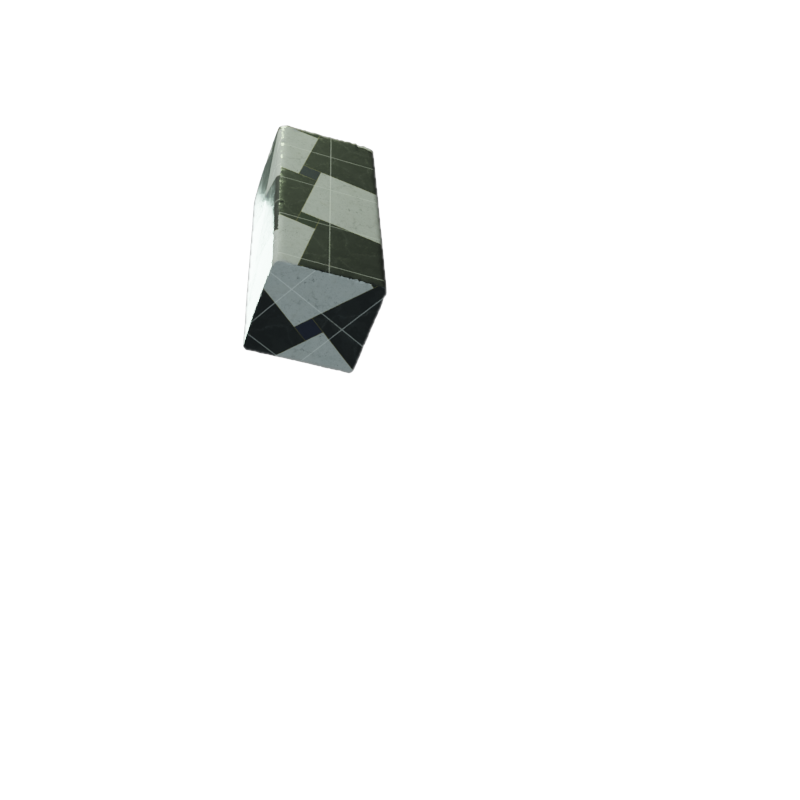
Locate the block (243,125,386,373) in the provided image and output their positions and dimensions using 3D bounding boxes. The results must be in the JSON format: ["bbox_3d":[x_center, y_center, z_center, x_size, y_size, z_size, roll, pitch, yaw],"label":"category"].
[{"bbox_3d":[-0.072,-0.131,0.917,0.089,0.086,0.221,13,37,-14],"label":"block"}]
